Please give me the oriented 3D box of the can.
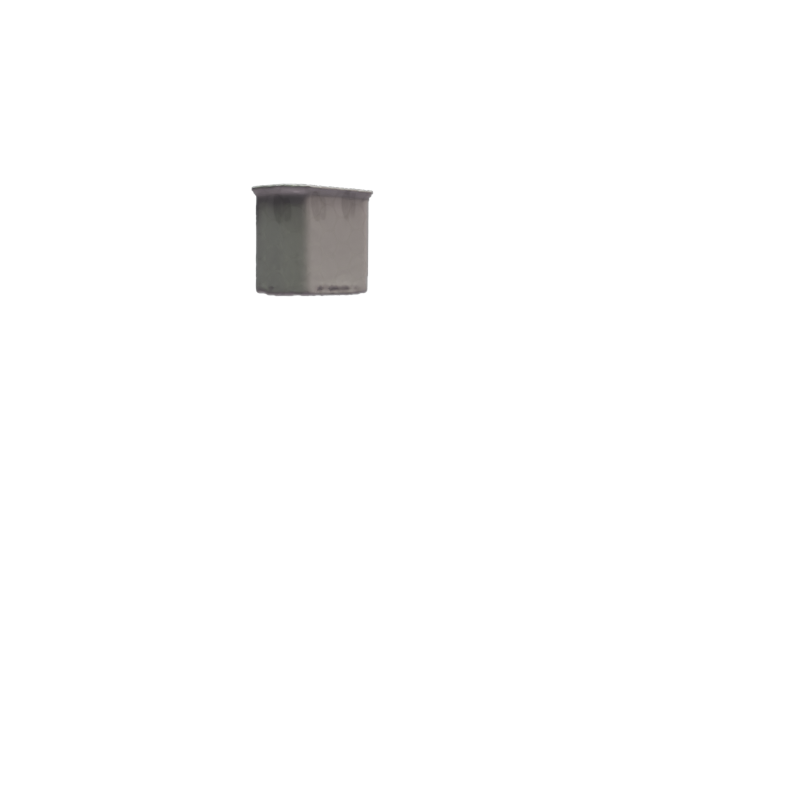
[{"bbox_3d":[-0.068,-0.124,0.869,0.060,0.084,0.098,1,3,40],"label":"can"}]
